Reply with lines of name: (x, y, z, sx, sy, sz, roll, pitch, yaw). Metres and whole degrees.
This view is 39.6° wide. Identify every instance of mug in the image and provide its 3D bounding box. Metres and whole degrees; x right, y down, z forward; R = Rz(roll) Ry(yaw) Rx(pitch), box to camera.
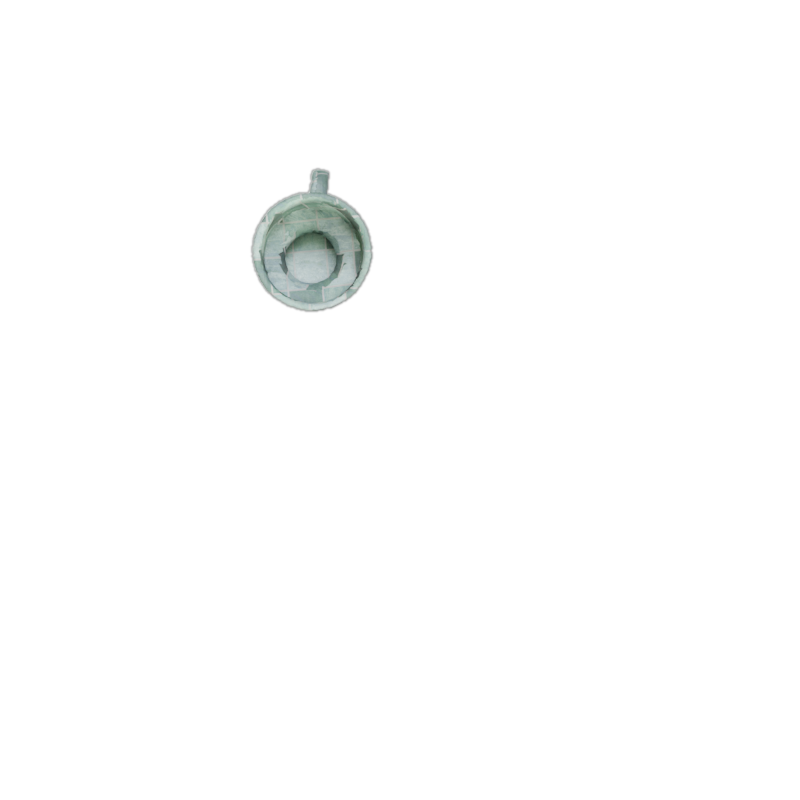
mug: (-0.071, -0.129, 0.902, 0.093, 0.119, 0.081, 3, -4, -2)
